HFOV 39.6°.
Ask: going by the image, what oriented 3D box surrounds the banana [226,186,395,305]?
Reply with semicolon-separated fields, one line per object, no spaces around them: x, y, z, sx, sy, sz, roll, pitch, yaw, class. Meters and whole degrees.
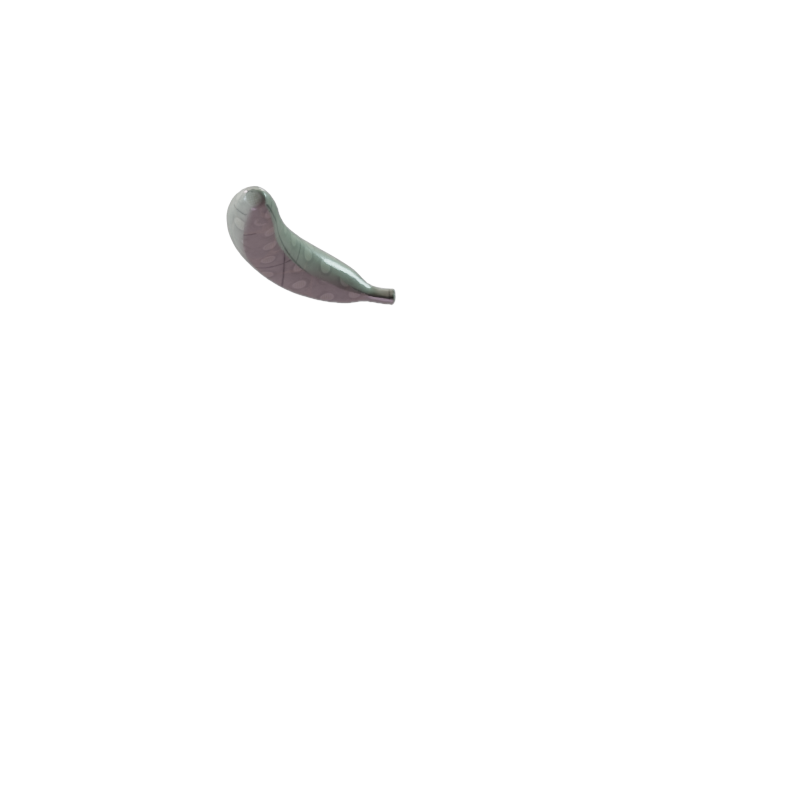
-0.075;-0.106;0.773;0.071;0.038;0.185;-9;-18;26;banana
